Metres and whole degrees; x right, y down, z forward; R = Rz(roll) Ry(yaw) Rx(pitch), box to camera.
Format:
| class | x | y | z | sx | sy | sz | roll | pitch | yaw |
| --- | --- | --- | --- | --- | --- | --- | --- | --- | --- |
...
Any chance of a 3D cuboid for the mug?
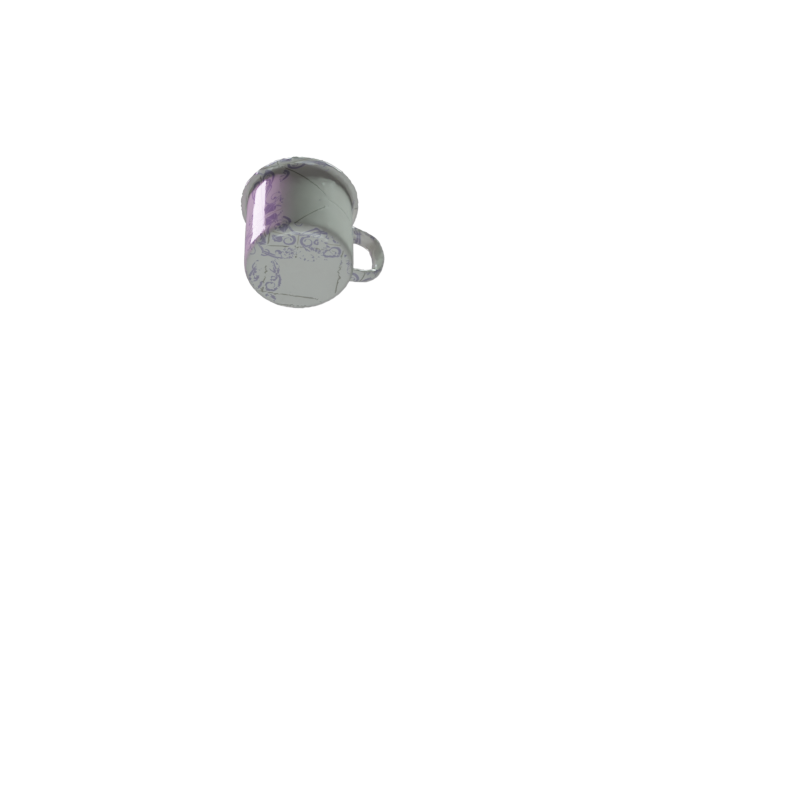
| class | x | y | z | sx | sy | sz | roll | pitch | yaw |
| --- | --- | --- | --- | --- | --- | --- | --- | --- | --- |
| mug | -0.066 | -0.121 | 0.848 | 0.113 | 0.087 | 0.090 | 20 | -51 | -19 |
